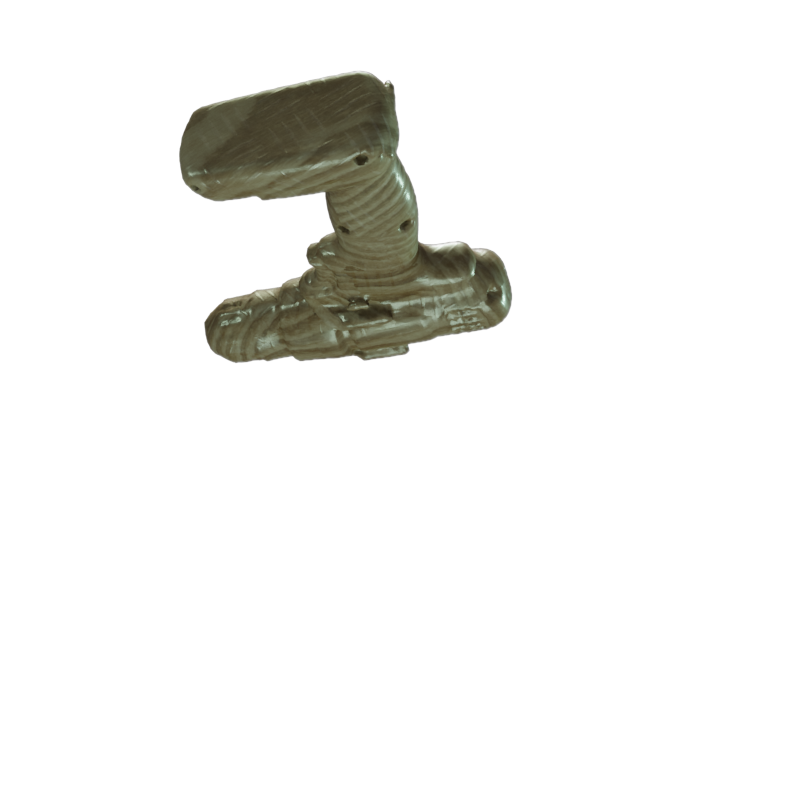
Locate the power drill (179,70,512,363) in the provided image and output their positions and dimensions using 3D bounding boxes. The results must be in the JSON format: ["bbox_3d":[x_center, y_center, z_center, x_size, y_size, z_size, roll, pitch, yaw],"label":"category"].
[{"bbox_3d":[-0.047,-0.085,0.596,0.187,0.061,0.173,-10,-33,15],"label":"power drill"}]
